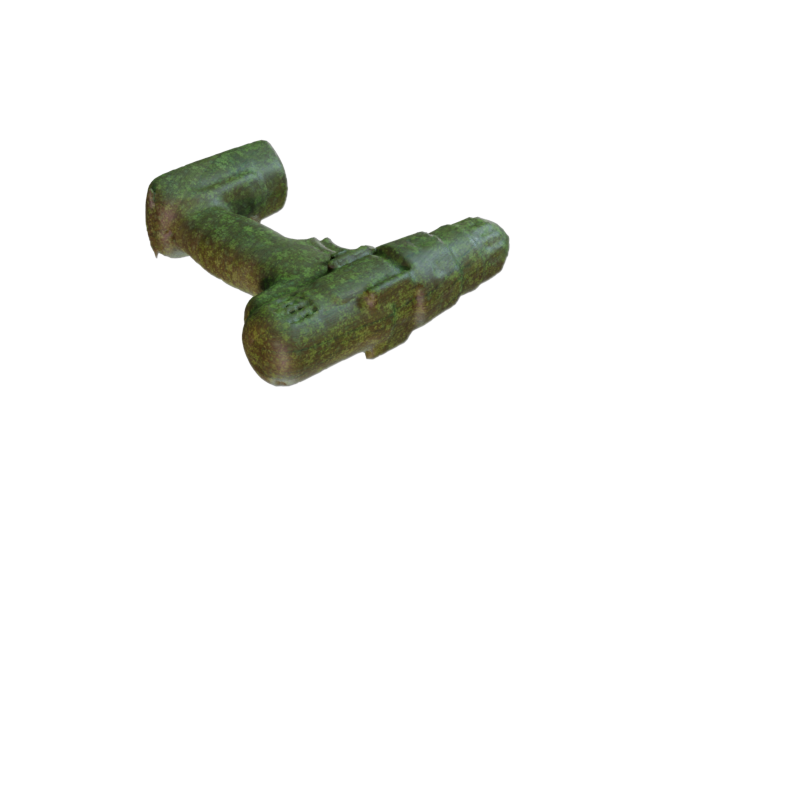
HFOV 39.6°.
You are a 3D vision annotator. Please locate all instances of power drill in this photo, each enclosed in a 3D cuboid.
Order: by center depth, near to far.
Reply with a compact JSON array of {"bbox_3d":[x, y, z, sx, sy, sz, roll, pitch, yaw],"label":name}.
[{"bbox_3d":[-0.053,-0.096,0.676,0.183,0.054,0.201,-26,44,-32],"label":"power drill"}]
